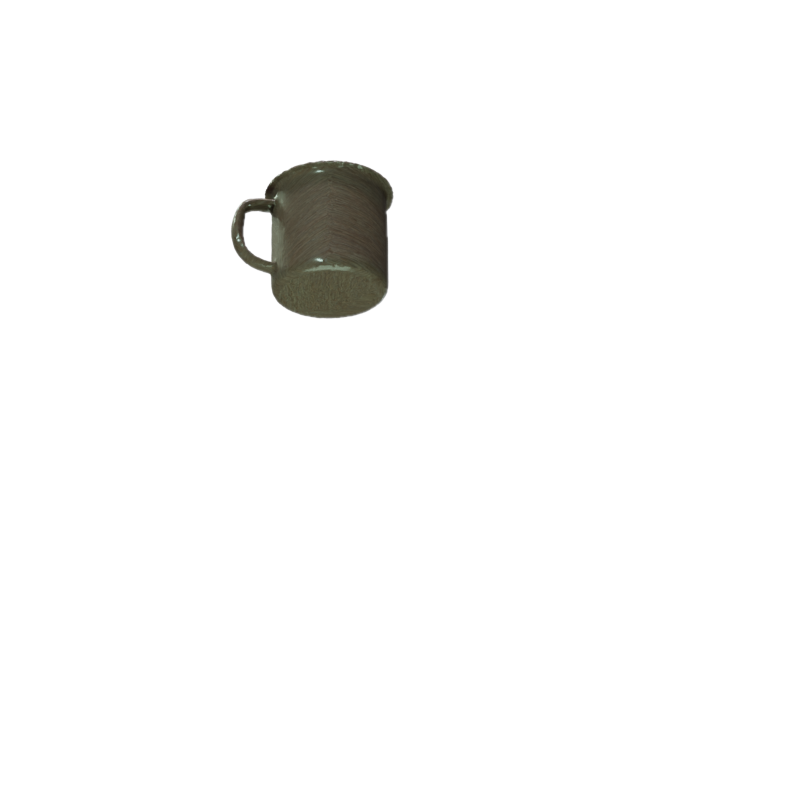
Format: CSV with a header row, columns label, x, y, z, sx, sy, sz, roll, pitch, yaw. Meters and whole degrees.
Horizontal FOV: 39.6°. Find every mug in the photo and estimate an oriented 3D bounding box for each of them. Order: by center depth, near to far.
label,x,y,z,sx,sy,sz,roll,pitch,yaw
mug,-0.061,-0.111,0.779,0.114,0.086,0.090,8,-27,-18
